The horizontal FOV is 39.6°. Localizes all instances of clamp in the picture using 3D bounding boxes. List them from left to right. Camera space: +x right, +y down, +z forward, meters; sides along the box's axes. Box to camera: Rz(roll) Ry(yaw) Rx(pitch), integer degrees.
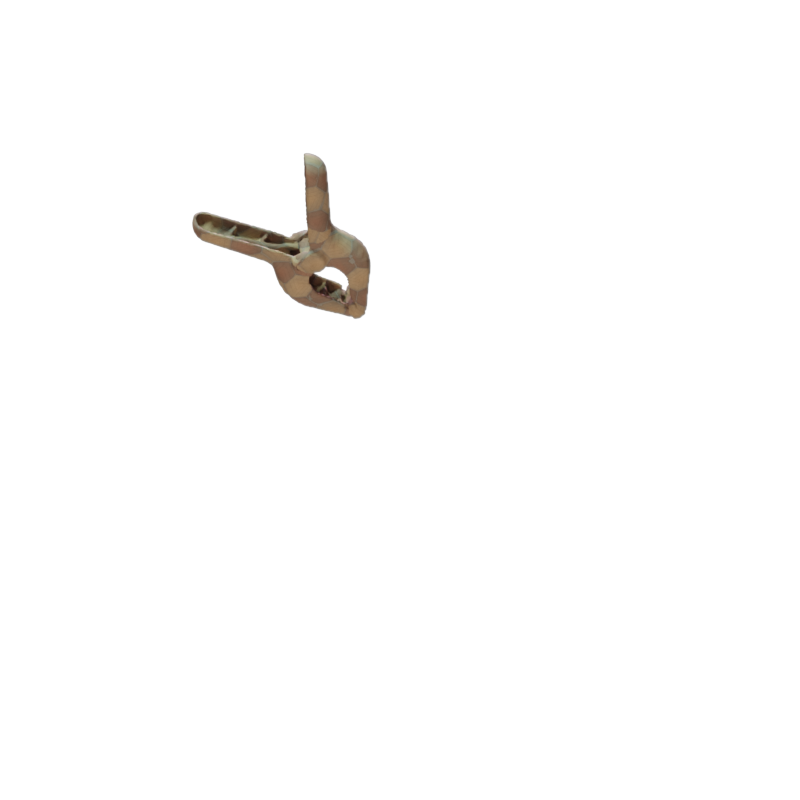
[{"bbox_3d":[-0.071,-0.129,0.903,0.120,0.042,0.160,-27,-44,32],"label":"clamp"}]
